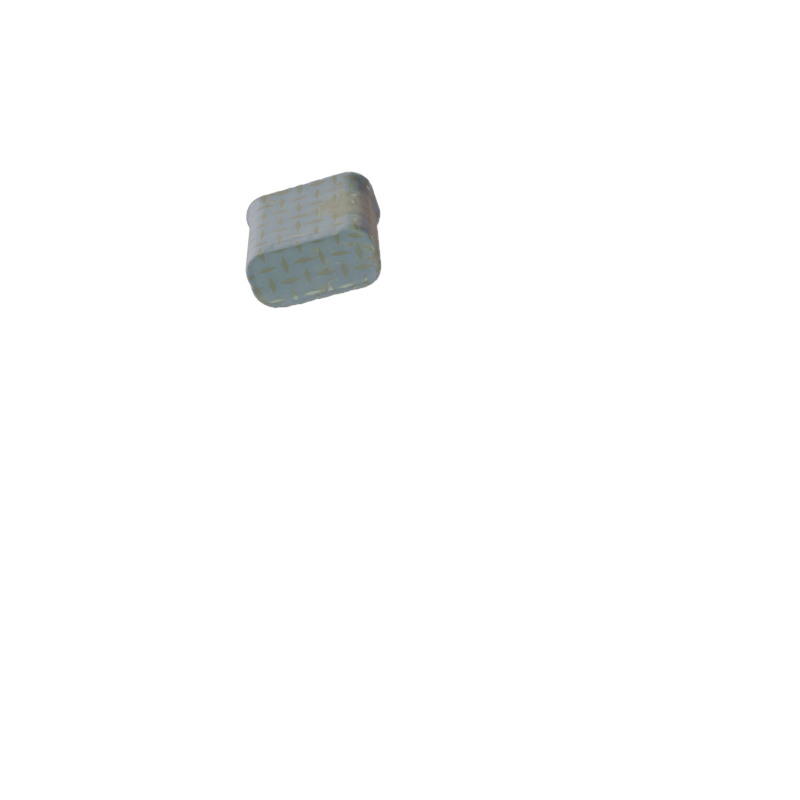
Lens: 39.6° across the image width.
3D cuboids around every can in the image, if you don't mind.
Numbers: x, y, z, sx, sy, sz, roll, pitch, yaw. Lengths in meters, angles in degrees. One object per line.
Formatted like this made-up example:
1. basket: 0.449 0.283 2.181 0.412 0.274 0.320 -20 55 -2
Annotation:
1. can: -0.065 -0.118 0.828 0.102 0.053 0.089 -15 34 8
